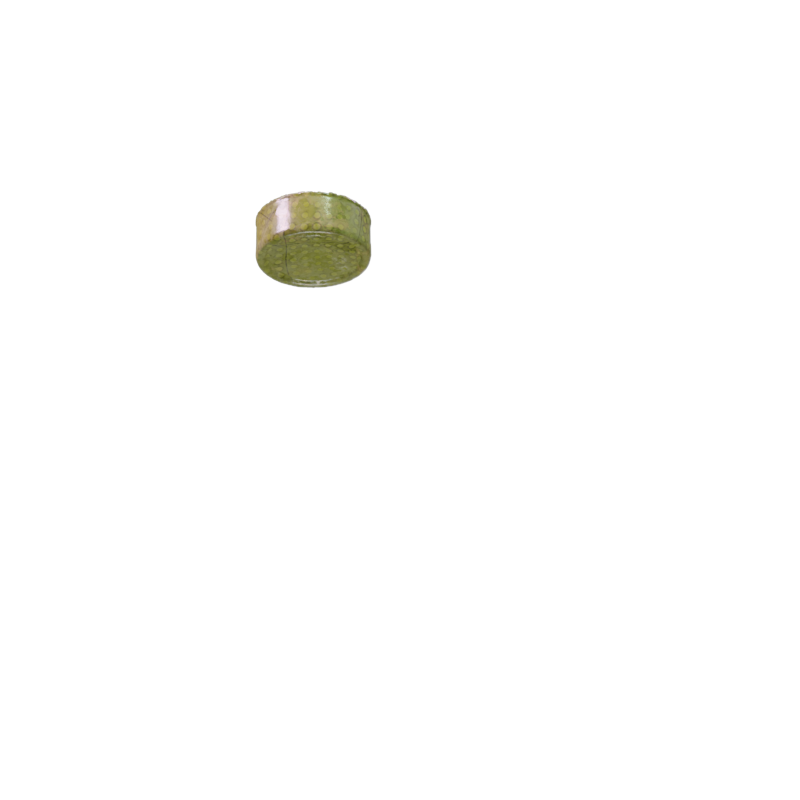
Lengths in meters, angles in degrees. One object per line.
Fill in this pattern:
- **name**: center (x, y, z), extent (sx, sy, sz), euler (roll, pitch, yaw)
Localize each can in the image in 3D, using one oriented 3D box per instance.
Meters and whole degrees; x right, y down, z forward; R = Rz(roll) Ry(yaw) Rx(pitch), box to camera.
- **can**: center (-0.064, -0.116, 0.813), extent (0.086, 0.036, 0.081), euler (1, -25, -2)
